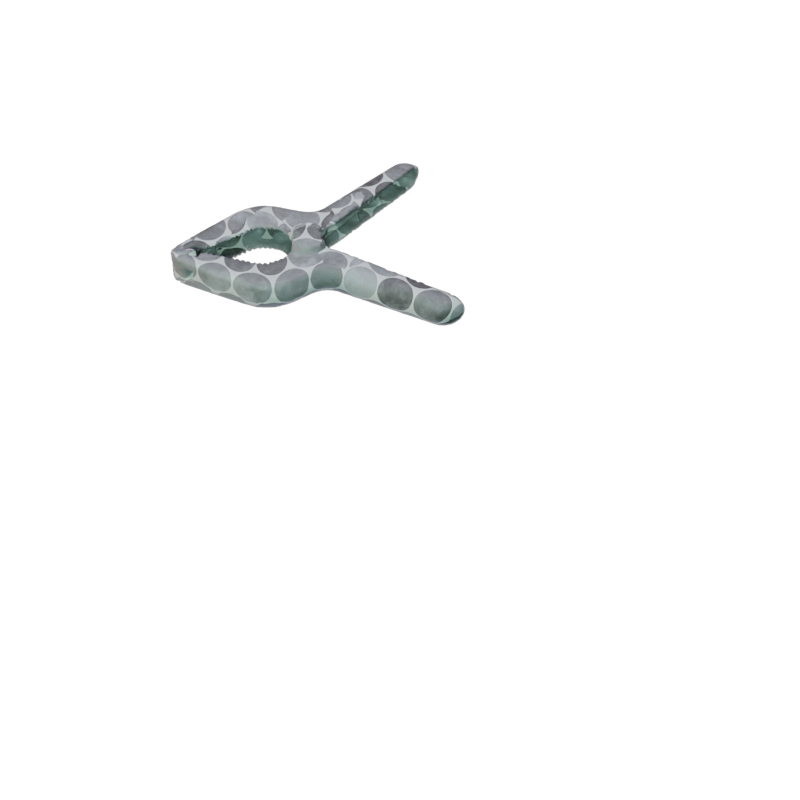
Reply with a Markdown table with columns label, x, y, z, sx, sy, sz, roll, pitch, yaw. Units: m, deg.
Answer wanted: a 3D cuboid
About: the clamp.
| label | x | y | z | sx | sy | sz | roll | pitch | yaw |
| --- | --- | --- | --- | --- | --- | --- | --- | --- | --- |
| clamp | -0.065 | -0.119 | 0.836 | 0.209 | 0.177 | 0.034 | -2 | -43 | -2 |
